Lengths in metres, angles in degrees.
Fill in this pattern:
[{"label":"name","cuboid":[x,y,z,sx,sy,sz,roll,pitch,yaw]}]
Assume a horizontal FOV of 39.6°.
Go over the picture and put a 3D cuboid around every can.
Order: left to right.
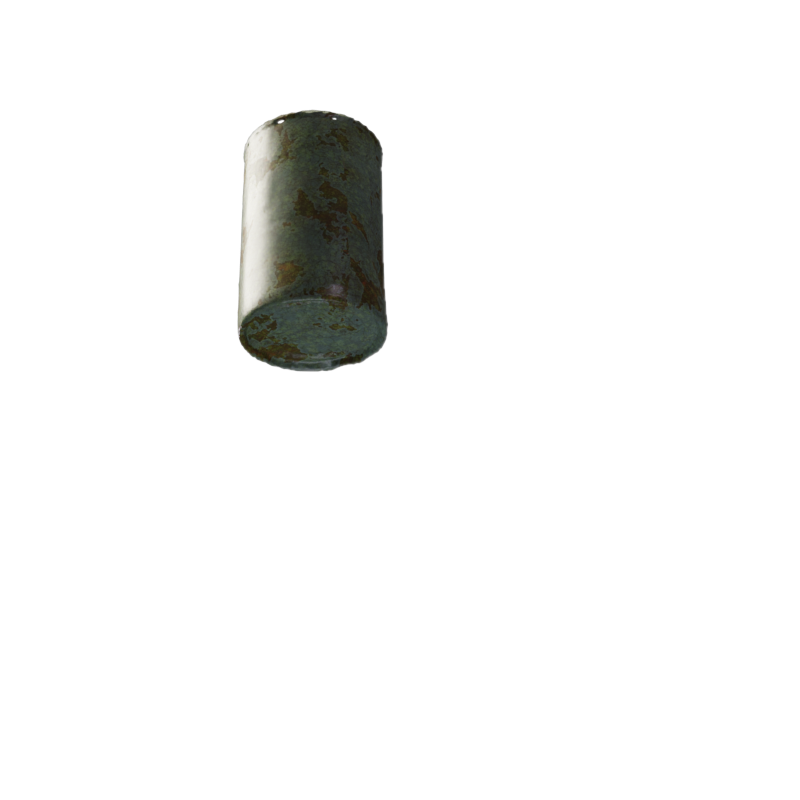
[{"label":"can","cuboid":[-0.040,-0.073,0.511,0.068,0.109,0.064,-1,-31,-2]}]
